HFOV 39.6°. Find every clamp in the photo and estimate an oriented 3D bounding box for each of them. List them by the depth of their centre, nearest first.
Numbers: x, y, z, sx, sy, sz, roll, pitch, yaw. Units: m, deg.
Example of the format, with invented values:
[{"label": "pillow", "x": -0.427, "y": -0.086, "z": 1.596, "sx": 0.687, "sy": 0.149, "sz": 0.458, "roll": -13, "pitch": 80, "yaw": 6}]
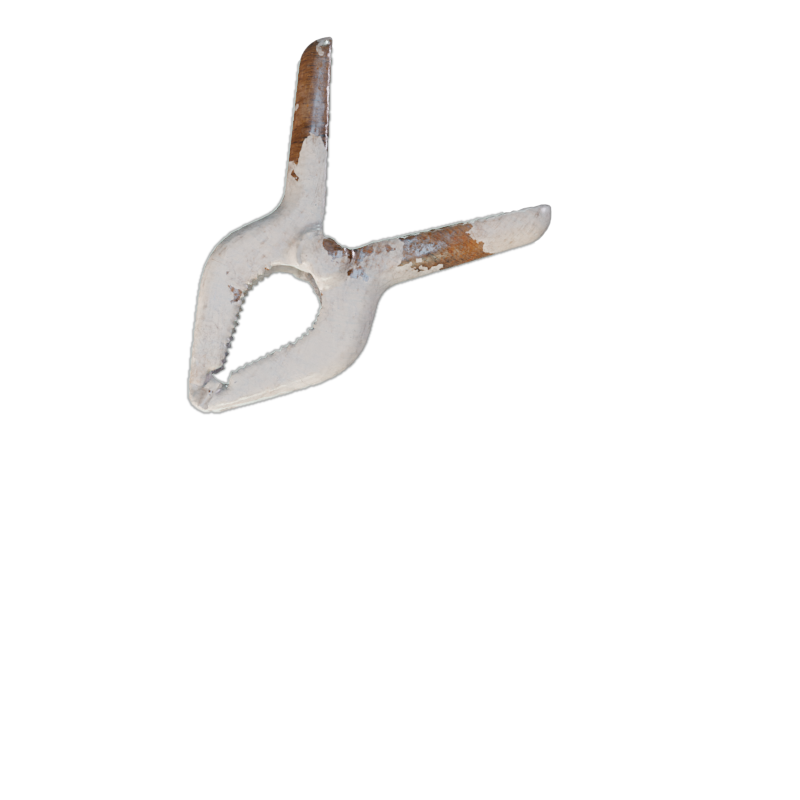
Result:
[{"label": "clamp", "x": -0.046, "y": -0.084, "z": 0.592, "sx": 0.211, "sy": 0.169, "sz": 0.035, "roll": -44, "pitch": -10, "yaw": -10}]
